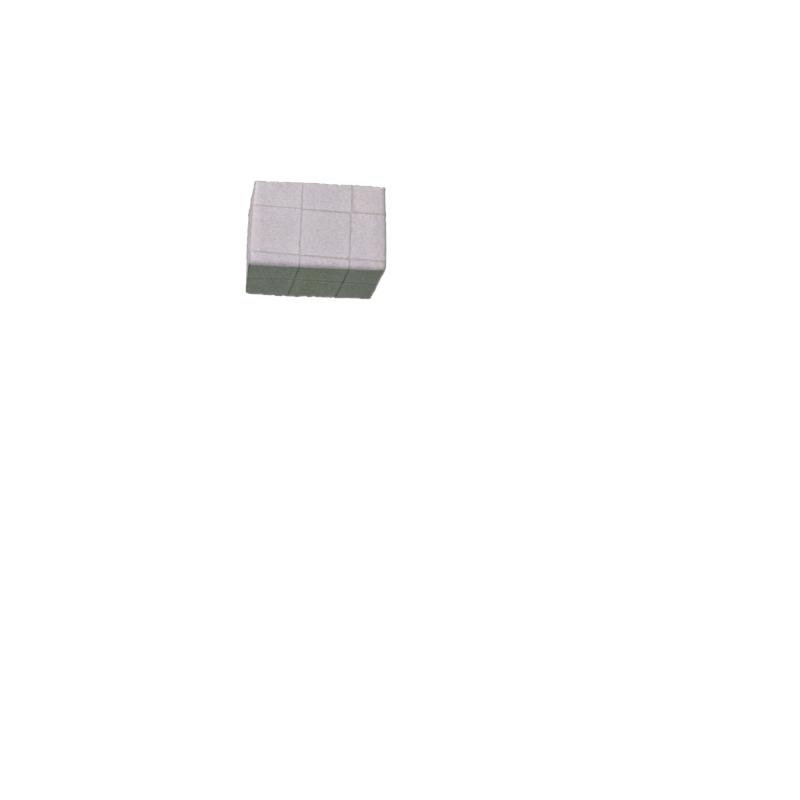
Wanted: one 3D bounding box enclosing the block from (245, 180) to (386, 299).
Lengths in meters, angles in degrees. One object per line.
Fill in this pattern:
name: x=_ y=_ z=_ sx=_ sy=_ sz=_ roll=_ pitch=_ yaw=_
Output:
block: x=-0.050 y=-0.092 z=0.642 sx=0.077 sy=0.054 sz=0.051 roll=2 pitch=-18 yaw=-8
